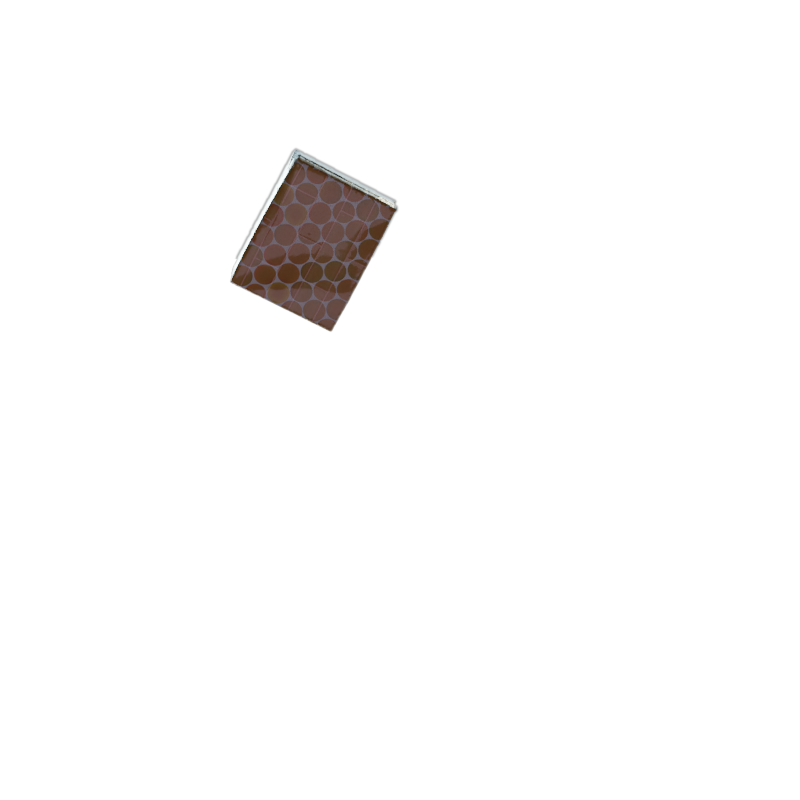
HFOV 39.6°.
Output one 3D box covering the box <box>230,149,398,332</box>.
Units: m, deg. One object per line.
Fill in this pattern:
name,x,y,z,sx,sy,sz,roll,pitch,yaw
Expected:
box,-0.067,-0.122,0.851,0.088,0.111,0.040,27,15,-9
